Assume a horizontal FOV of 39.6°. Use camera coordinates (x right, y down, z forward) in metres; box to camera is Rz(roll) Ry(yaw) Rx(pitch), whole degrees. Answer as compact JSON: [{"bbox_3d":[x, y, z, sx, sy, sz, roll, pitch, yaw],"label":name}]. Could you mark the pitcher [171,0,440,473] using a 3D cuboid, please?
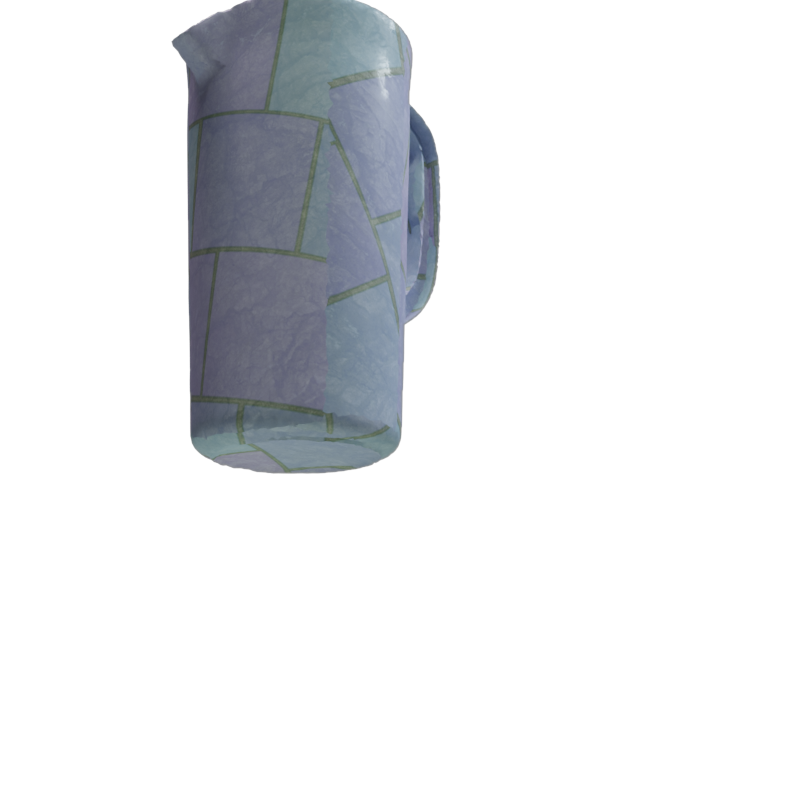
[{"bbox_3d":[-0.048,-0.088,0.614,0.150,0.255,0.138,-2,-20,1],"label":"pitcher"}]
